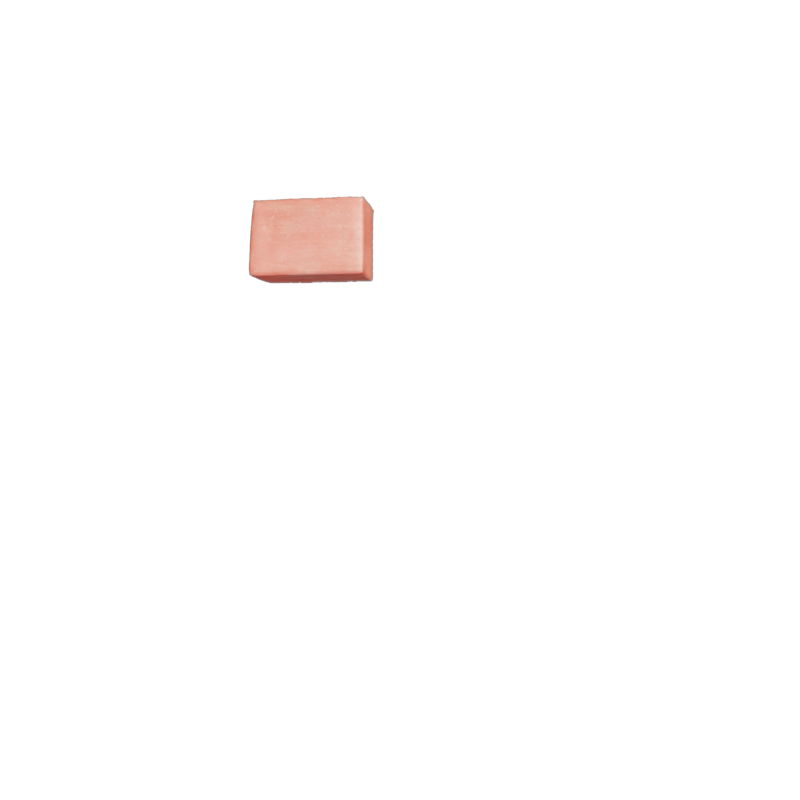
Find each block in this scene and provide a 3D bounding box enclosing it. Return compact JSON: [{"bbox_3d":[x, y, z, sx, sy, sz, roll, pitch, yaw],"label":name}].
[{"bbox_3d":[-0.059,-0.108,0.756,0.079,0.052,0.051,-1,-5,9],"label":"block"}]
